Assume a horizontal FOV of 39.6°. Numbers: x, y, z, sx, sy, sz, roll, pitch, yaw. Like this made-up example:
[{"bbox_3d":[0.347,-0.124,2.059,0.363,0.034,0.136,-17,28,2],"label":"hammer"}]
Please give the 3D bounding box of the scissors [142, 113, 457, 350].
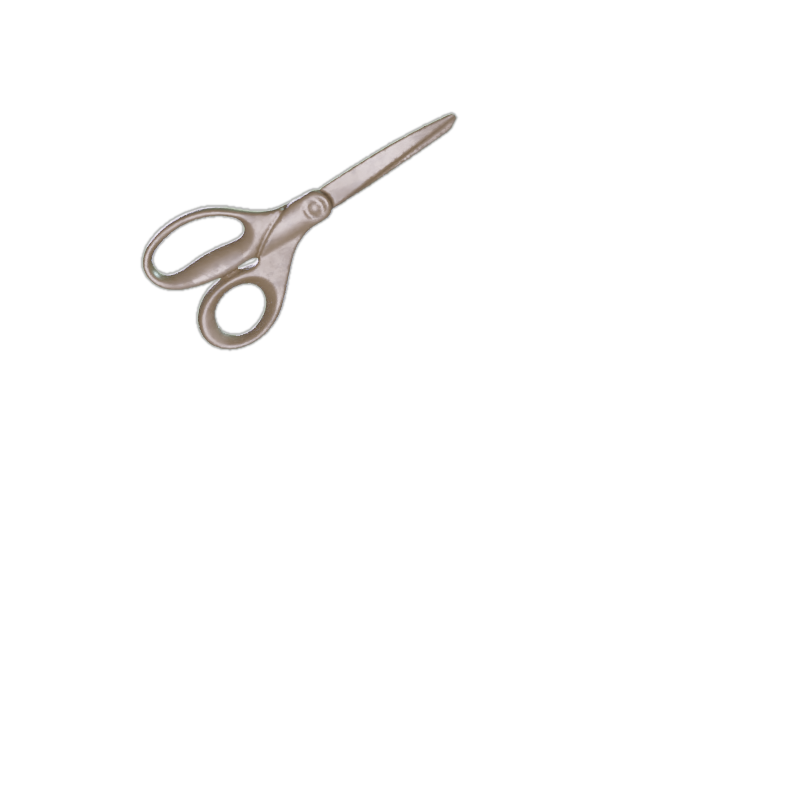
[{"bbox_3d":[-0.051,-0.093,0.654,0.202,0.093,0.016,-17,11,3],"label":"scissors"}]
